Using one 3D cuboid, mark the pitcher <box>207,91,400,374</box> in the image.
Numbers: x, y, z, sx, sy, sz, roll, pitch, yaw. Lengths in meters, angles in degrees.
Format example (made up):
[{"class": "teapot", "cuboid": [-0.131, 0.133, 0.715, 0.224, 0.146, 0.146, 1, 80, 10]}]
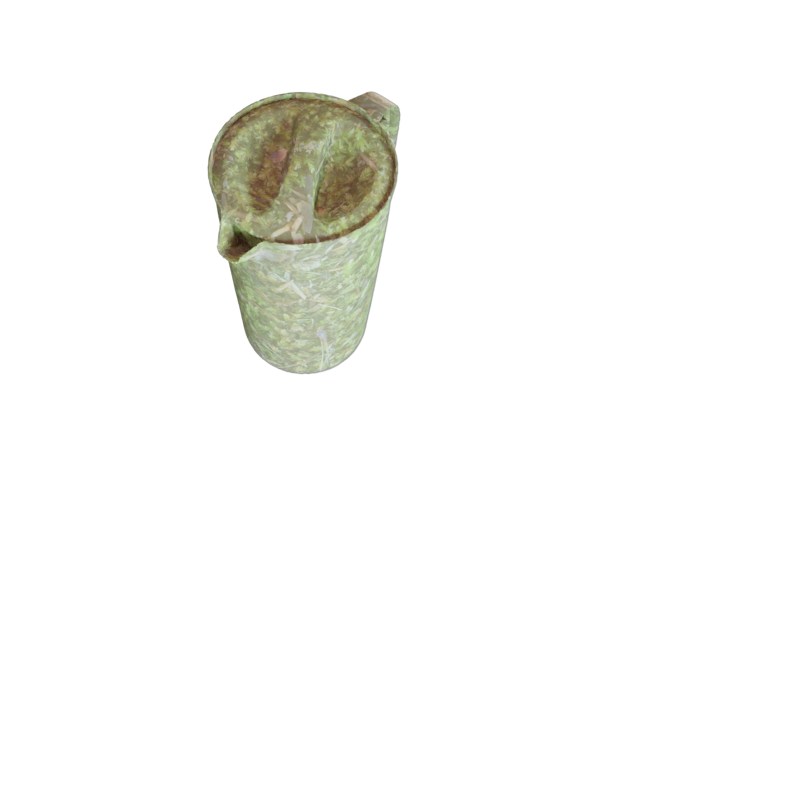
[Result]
[{"class": "pitcher", "cuboid": [-0.068, -0.125, 0.873, 0.148, 0.155, 0.229, -6, -26, -6]}]
